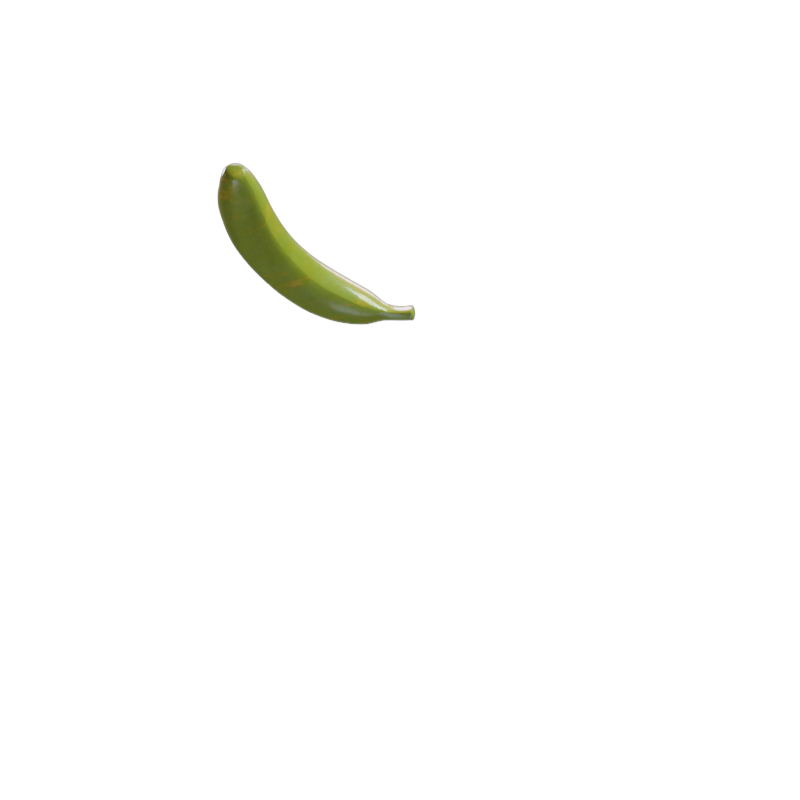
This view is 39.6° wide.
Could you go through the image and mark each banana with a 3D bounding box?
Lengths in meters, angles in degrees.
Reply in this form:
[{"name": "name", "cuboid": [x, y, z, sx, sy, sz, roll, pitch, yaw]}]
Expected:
[{"name": "banana", "cuboid": [-0.074, -0.103, 0.795, 0.069, 0.039, 0.184, -28, -45, 31]}]
